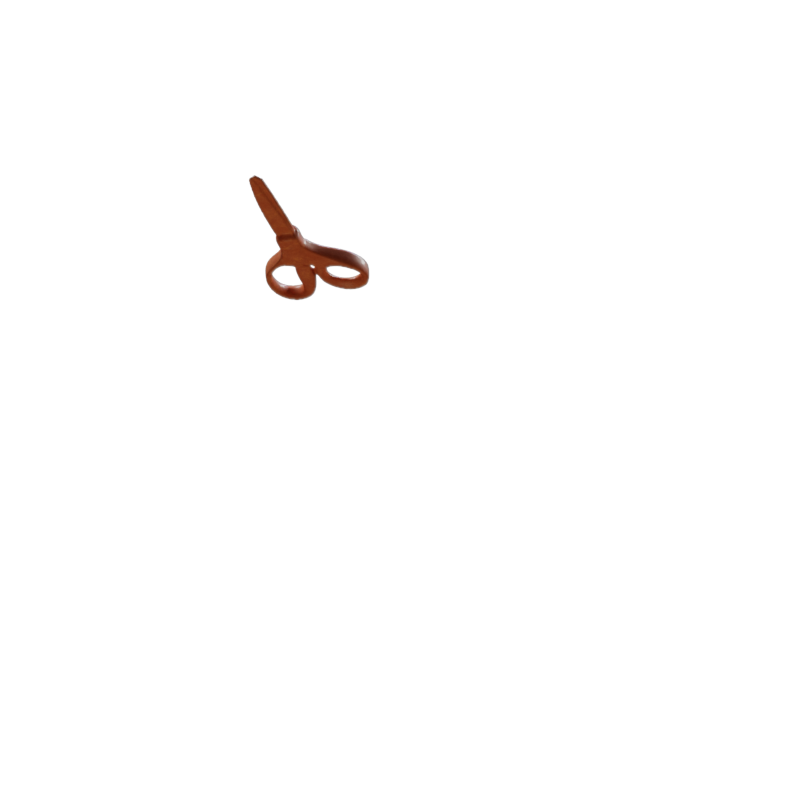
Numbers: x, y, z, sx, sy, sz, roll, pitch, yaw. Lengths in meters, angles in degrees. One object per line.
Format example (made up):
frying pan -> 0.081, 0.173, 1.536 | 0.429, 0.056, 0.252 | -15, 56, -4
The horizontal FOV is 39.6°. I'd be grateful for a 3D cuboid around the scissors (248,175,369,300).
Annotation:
scissors -> -0.069, -0.125, 0.875 | 0.096, 0.017, 0.192 | 2, -20, -5
